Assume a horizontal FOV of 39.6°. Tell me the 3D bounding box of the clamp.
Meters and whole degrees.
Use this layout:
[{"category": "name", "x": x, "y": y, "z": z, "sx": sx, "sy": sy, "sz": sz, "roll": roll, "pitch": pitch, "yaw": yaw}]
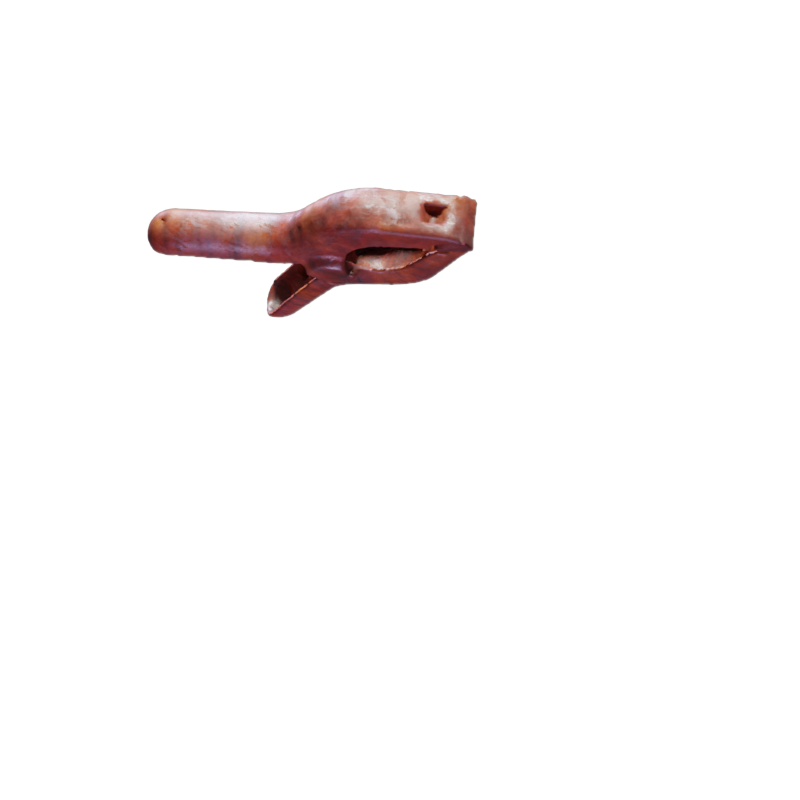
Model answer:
[{"category": "clamp", "x": -0.045, "y": -0.083, "z": 0.580, "sx": 0.174, "sy": 0.041, "sz": 0.113, "roll": -12, "pitch": -19, "yaw": 39}]
